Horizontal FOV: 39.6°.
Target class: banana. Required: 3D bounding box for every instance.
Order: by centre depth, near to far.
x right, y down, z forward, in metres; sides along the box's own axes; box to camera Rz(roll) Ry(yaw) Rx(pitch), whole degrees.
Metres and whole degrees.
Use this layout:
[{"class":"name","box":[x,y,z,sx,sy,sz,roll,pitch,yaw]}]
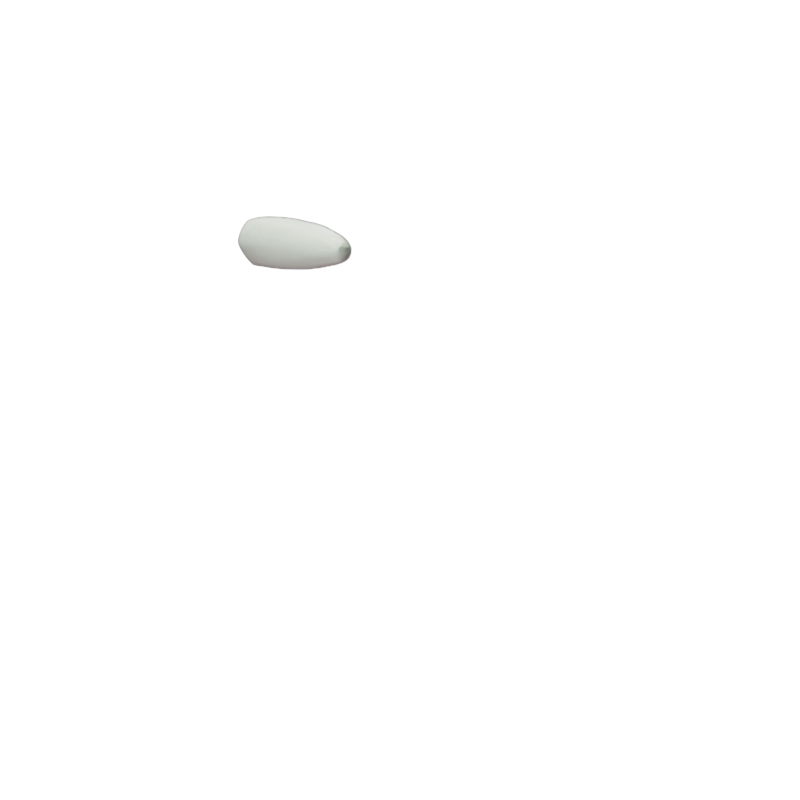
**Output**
[{"class":"banana","box":[-0.081,-0.114,0.797,0.069,0.036,0.202,-1,8,-9]}]
